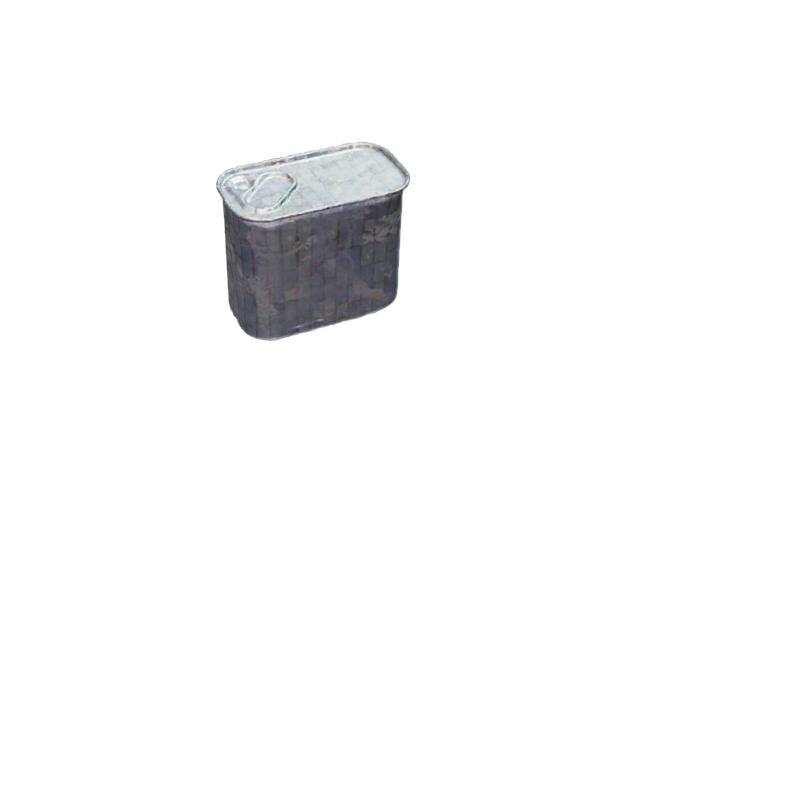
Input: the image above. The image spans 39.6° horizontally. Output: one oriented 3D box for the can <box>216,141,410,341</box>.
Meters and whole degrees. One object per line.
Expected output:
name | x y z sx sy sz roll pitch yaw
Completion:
can | -0.049 -0.088 0.619 0.101 0.078 0.062 -15 41 -19
